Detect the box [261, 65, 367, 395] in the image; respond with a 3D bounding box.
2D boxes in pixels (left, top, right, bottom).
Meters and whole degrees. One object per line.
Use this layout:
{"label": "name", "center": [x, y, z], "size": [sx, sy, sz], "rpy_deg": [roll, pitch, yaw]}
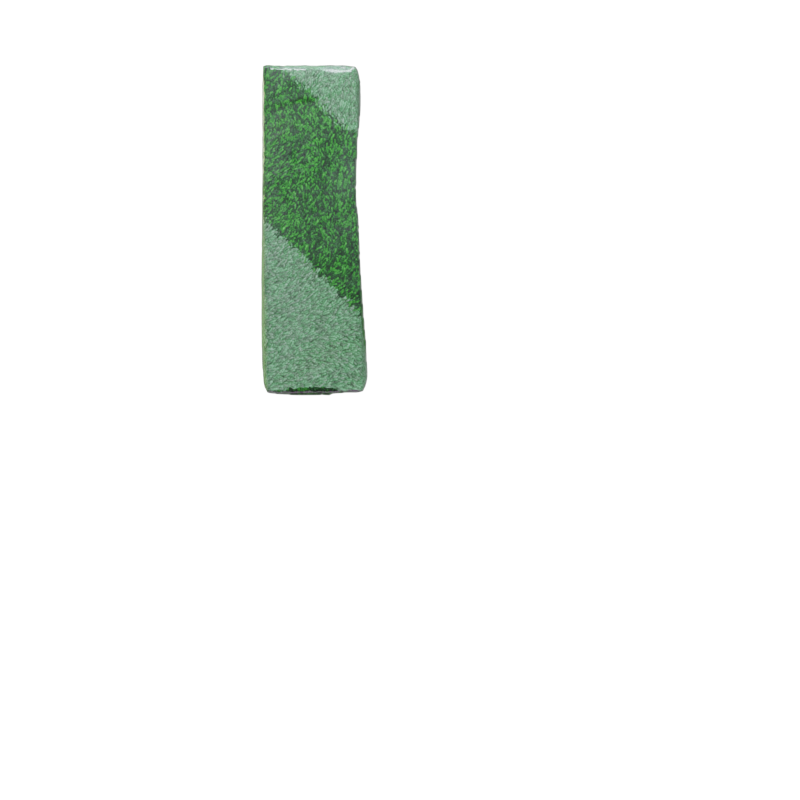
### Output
{"label": "box", "center": [-0.062, -0.112, 0.787], "size": [0.071, 0.217, 0.163], "rpy_deg": [0, -4, -5]}
